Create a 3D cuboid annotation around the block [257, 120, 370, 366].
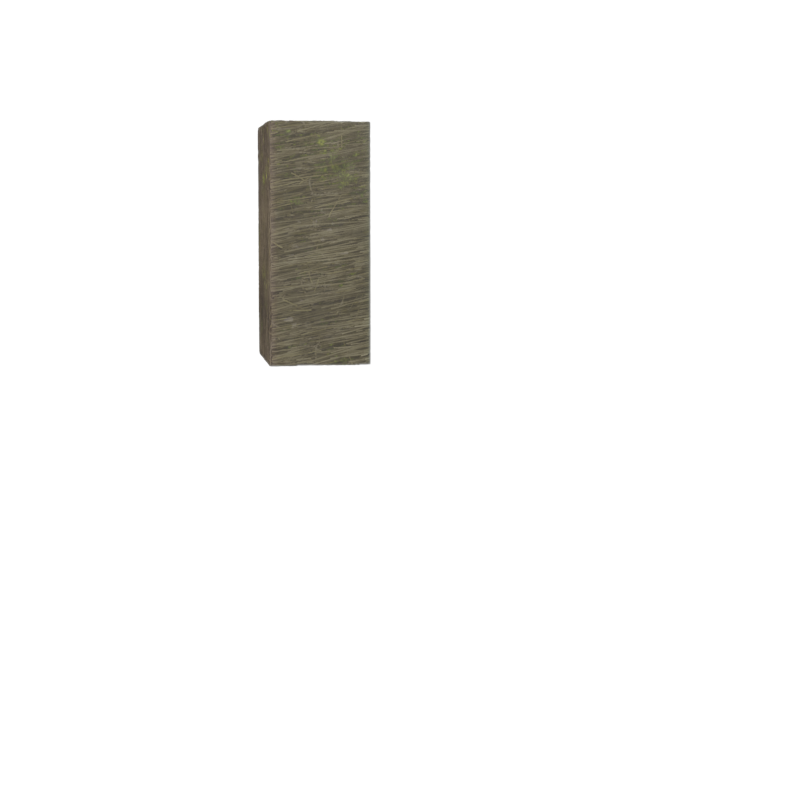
[{"bbox_3d":[-0.077,-0.139,0.975,0.089,0.205,0.093,0,3,-11],"label":"block"}]
